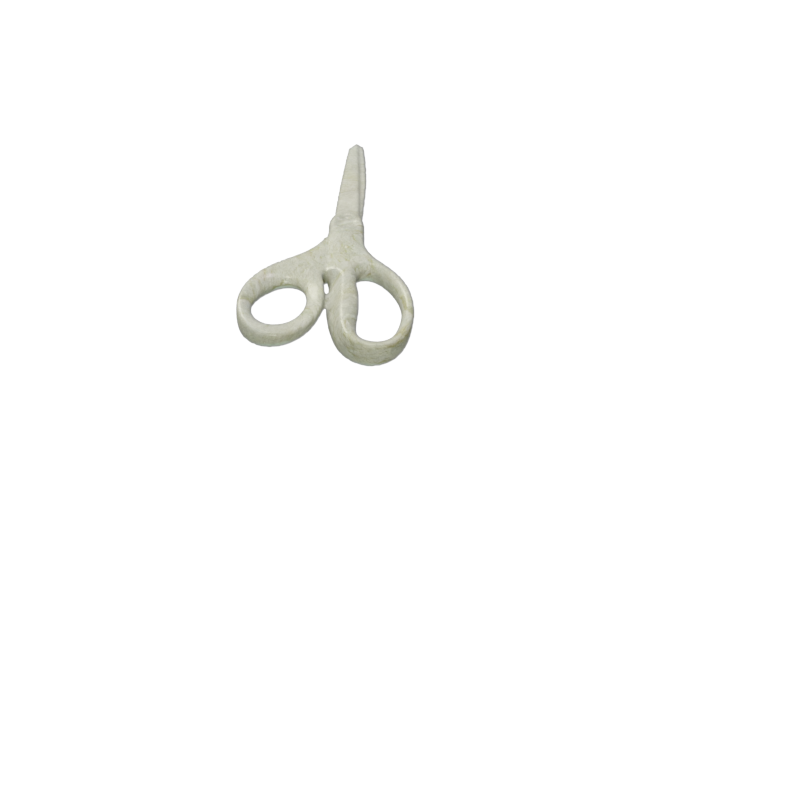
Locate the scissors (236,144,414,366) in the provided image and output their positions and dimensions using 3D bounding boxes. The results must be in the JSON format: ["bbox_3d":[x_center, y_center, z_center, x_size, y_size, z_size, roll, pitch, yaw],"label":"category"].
[{"bbox_3d":[-0.047,-0.085,0.599,0.095,0.015,0.218,-8,39,-9],"label":"scissors"}]
